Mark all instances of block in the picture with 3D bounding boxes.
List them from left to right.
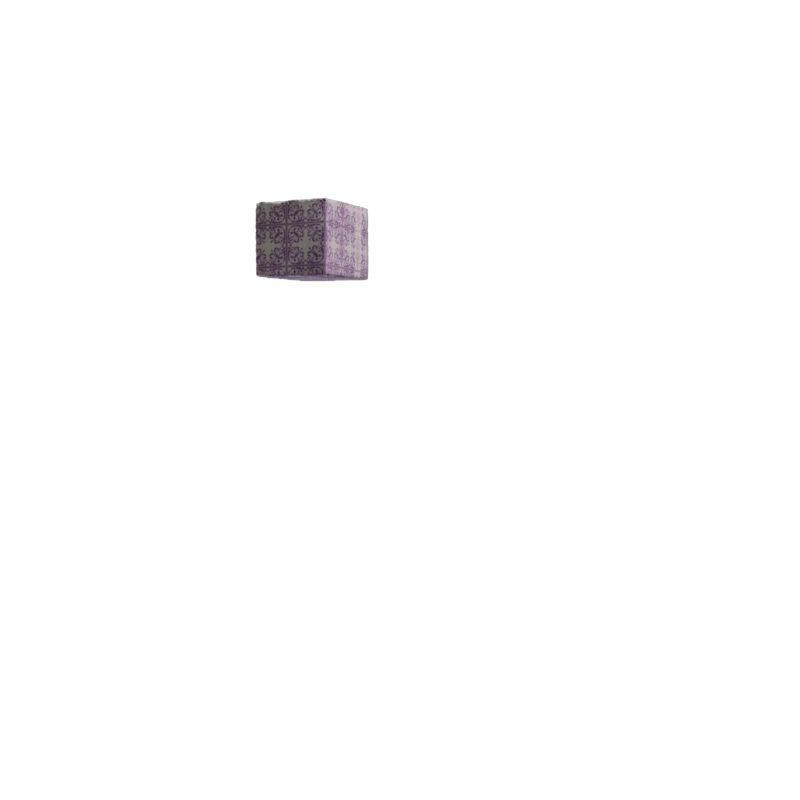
[{"bbox_3d":[-0.060,-0.109,0.761,0.054,0.051,0.076,0,1,21],"label":"block"}]
